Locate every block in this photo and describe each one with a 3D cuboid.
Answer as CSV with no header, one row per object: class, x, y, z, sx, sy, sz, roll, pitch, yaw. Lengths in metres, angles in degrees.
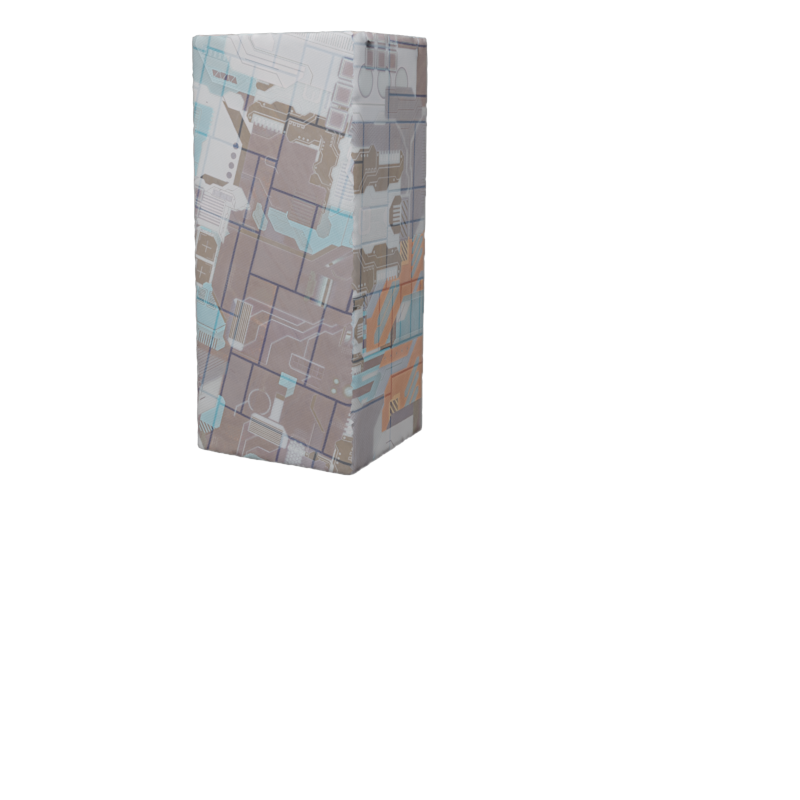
block,-0.044,-0.080,0.562,0.093,0.202,0.089,5,10,26
